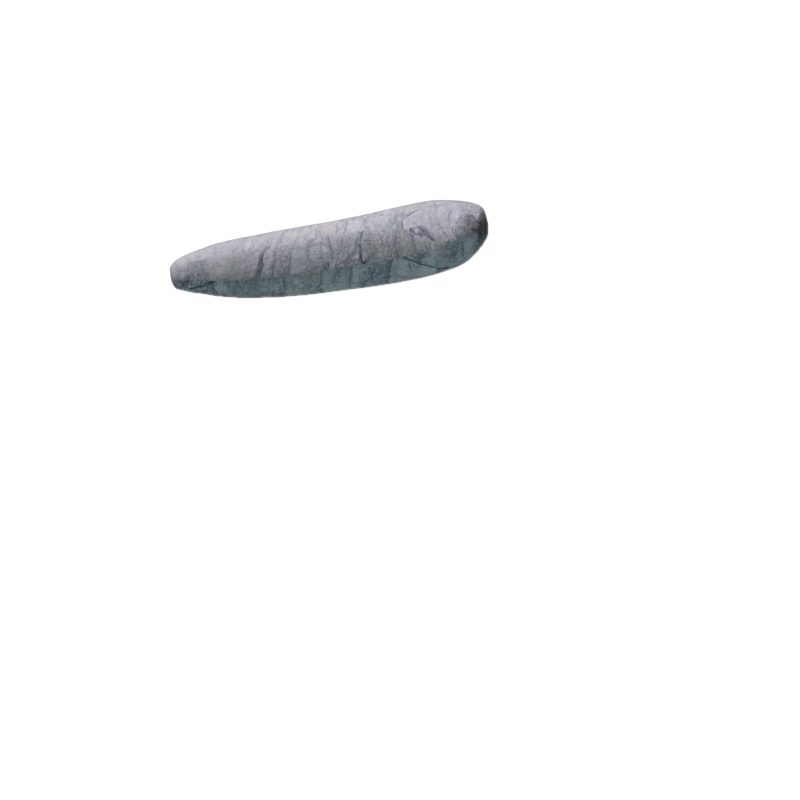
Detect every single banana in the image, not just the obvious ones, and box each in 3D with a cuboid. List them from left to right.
[{"bbox_3d":[-0.030,-0.078,0.570,0.203,0.038,0.066,-6,-10,38],"label":"banana"}]
